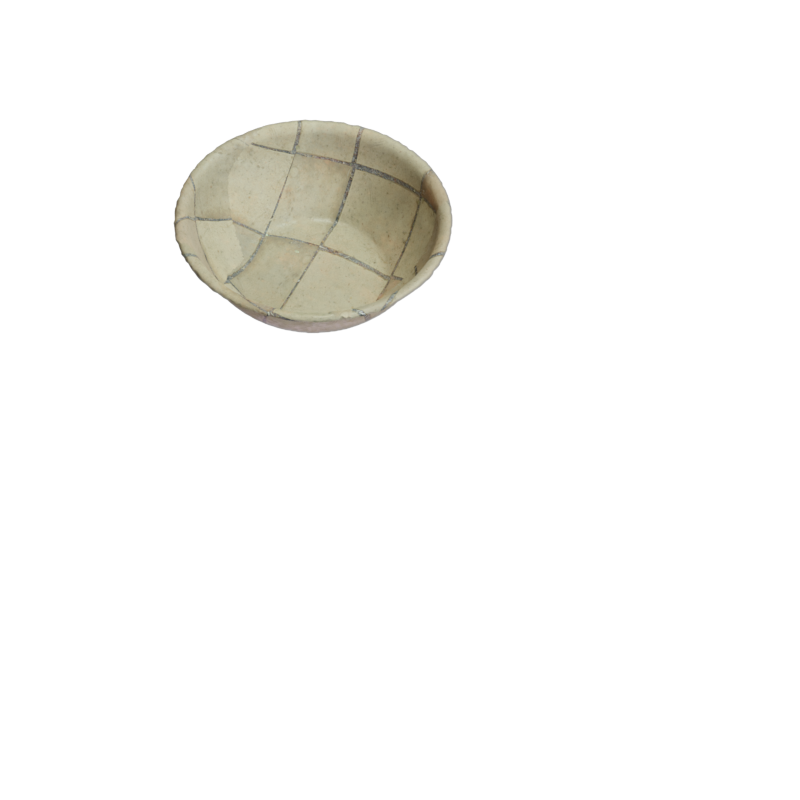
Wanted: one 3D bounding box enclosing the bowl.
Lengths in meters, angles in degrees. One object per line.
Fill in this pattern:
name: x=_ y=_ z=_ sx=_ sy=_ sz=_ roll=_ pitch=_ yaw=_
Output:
bowl: x=-0.052 y=-0.094 z=0.661 sx=0.162 sy=0.174 sz=0.051 roll=-1 pitch=-39 yaw=-1
